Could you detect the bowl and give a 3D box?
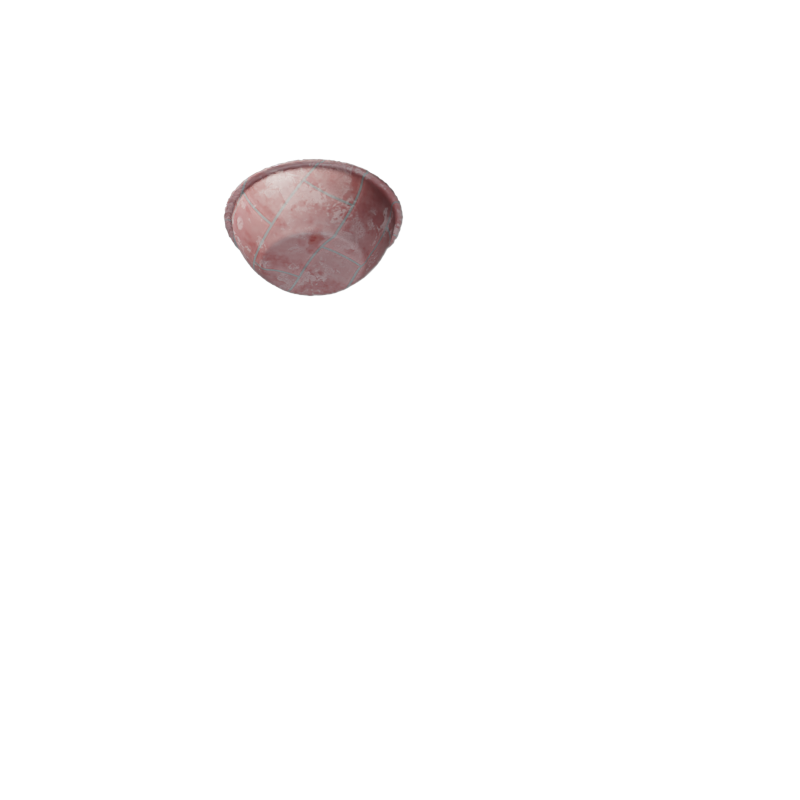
[{"bbox_3d":[-0.077,-0.141,0.987,0.162,0.059,0.151,1,-34,-2],"label":"bowl"}]
